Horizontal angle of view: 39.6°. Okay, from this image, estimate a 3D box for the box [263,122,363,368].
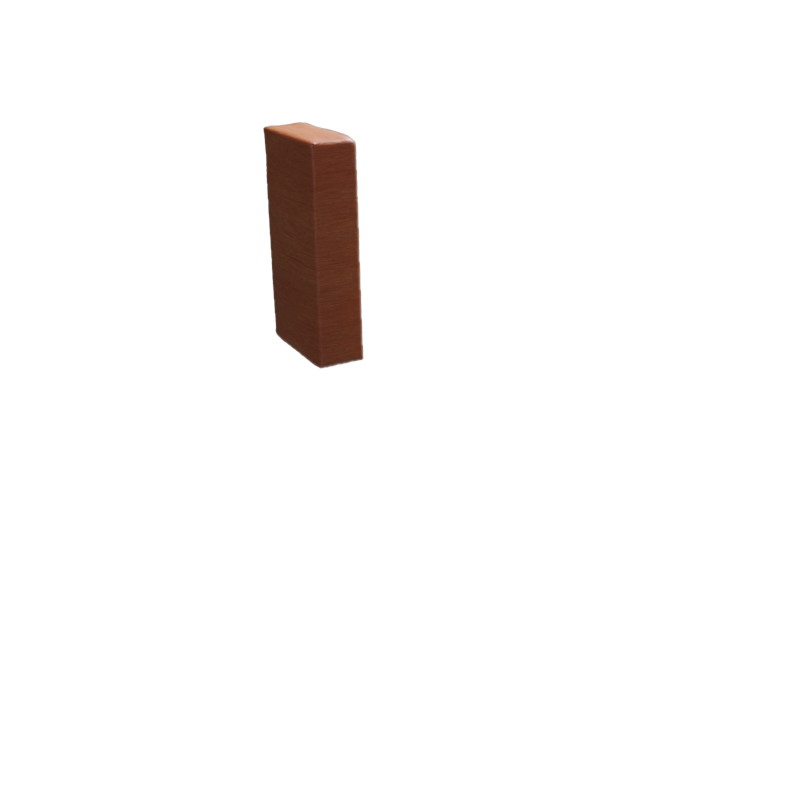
[{"bbox_3d":[-0.068,-0.124,0.870,0.047,0.170,0.099,-7,19,-27],"label":"box"}]
